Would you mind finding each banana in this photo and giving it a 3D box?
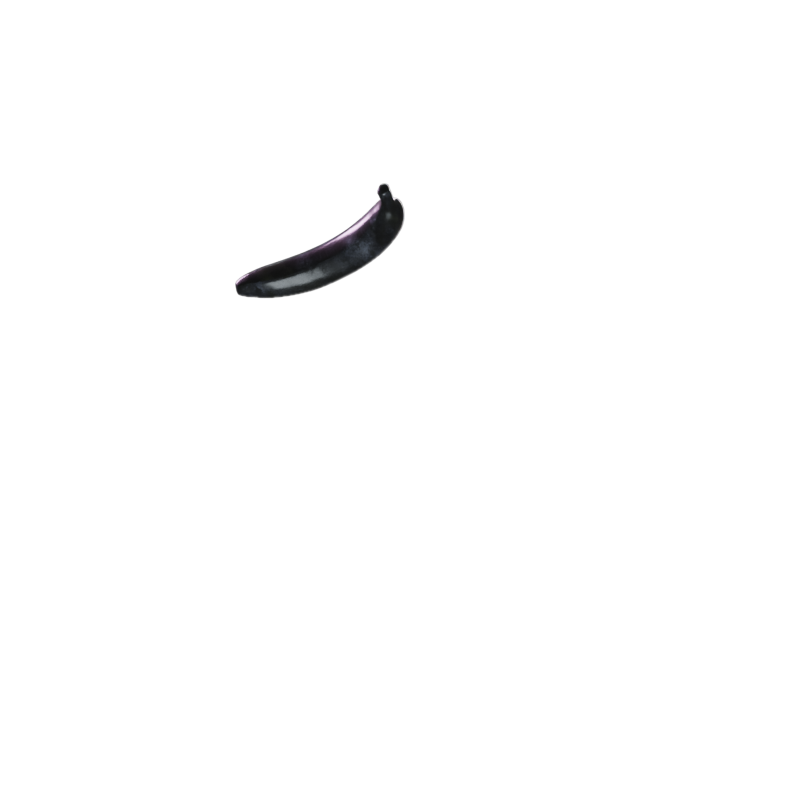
[{"bbox_3d":[-0.062,-0.136,1.000,0.197,0.039,0.065,-30,-46,33],"label":"banana"}]
